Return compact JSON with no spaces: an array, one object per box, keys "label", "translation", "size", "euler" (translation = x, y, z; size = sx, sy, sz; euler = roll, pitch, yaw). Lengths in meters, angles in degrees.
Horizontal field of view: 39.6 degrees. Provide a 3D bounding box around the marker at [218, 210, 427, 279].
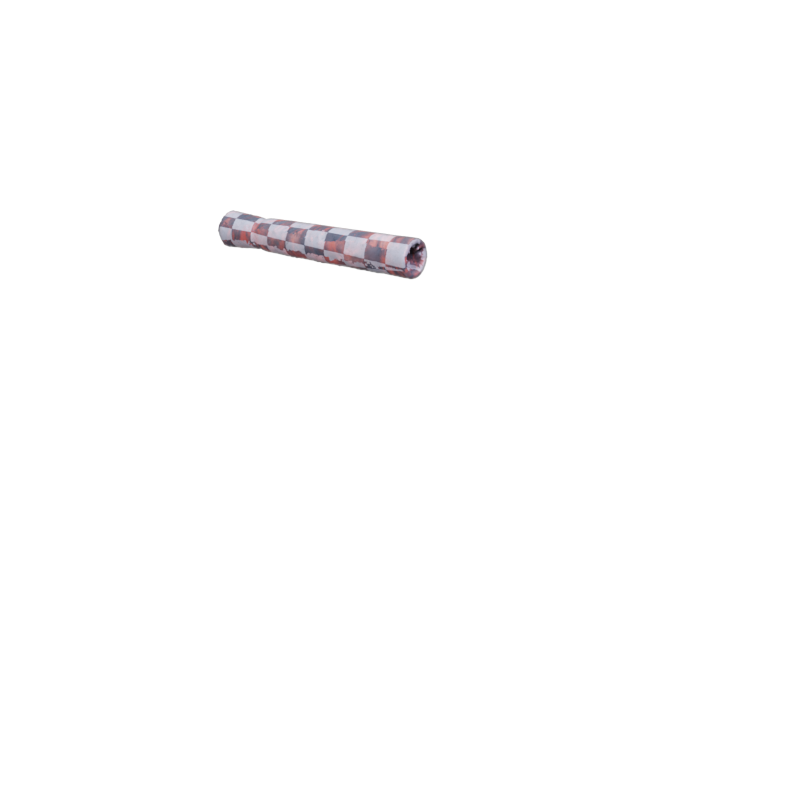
[{"label":"marker","translation":[-0.042,-0.076,0.534],"size":[0.127,0.019,0.019],"euler":[15,12,37]}]
